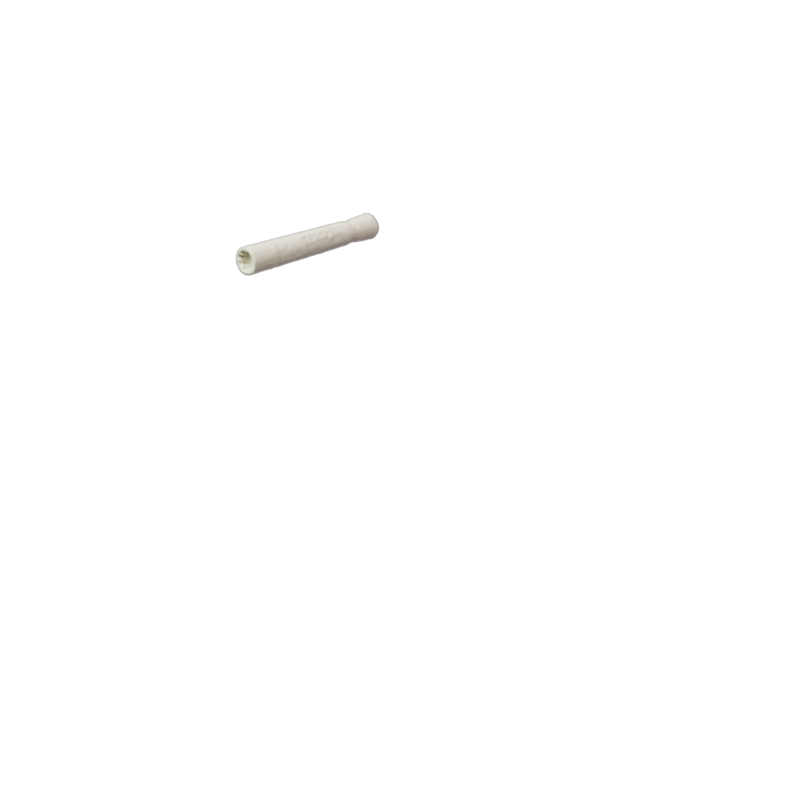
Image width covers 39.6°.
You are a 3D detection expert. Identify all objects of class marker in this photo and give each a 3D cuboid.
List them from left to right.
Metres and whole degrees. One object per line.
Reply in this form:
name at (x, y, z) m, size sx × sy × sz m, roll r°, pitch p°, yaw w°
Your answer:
marker at (-0.057, -0.104, 0.728) m, size 0.021 × 0.019 × 0.119 m, roll 4°, pitch 20°, yaw 43°
